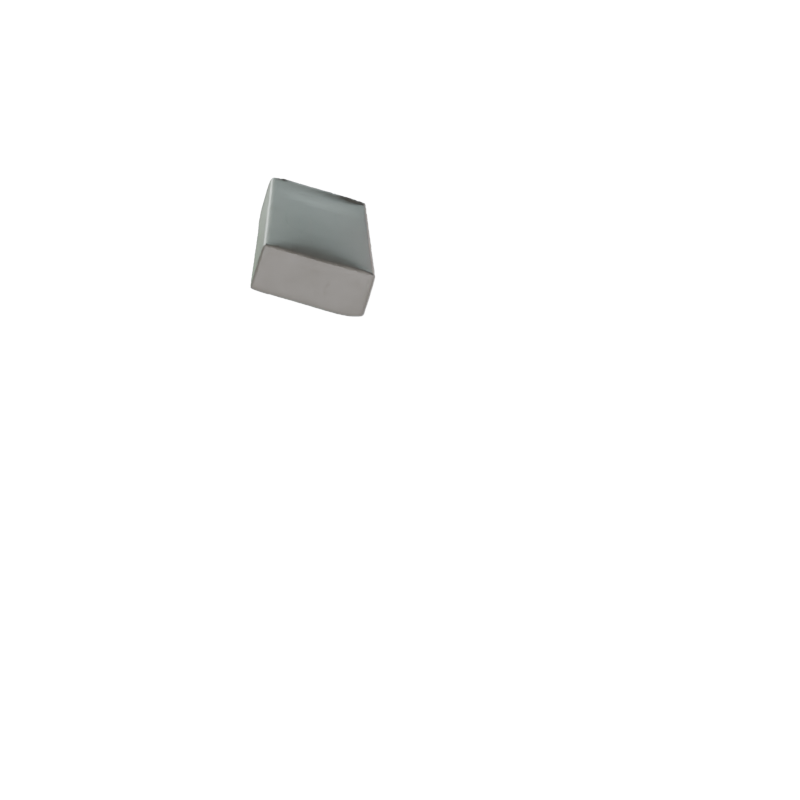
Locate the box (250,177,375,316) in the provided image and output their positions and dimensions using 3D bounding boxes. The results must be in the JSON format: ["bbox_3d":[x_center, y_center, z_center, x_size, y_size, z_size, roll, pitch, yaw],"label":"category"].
[{"bbox_3d":[-0.073,-0.134,0.936,0.092,0.046,0.187,14,27,-11],"label":"box"}]
